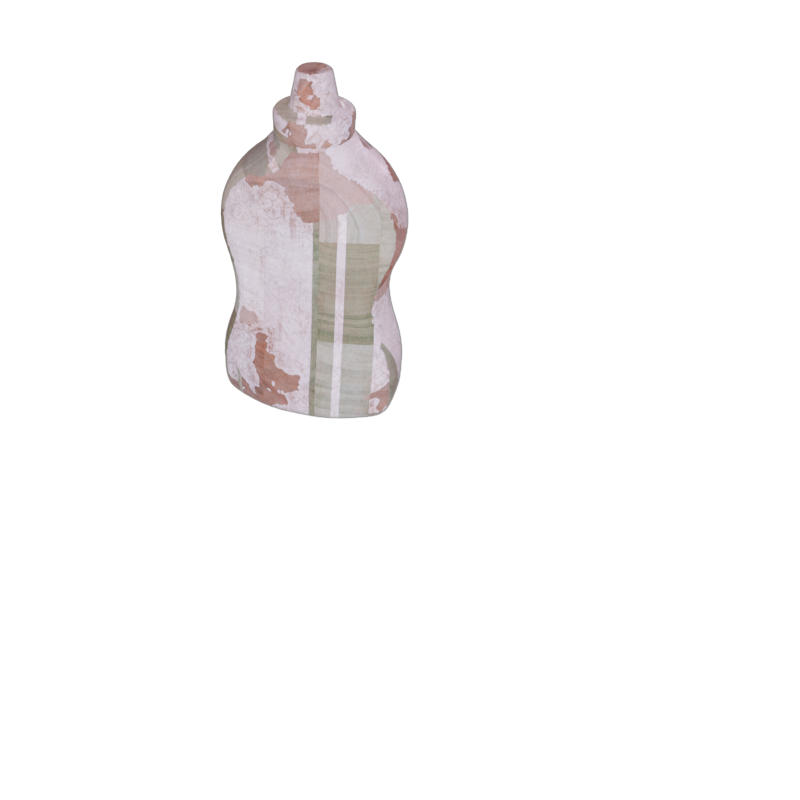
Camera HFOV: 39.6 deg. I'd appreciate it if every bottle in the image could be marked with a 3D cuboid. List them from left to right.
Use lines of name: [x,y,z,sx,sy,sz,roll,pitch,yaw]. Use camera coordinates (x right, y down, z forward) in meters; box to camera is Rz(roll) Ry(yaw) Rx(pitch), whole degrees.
bottle: [-0.045,-0.083,0.577,0.099,0.180,0.061,12,34,14]
